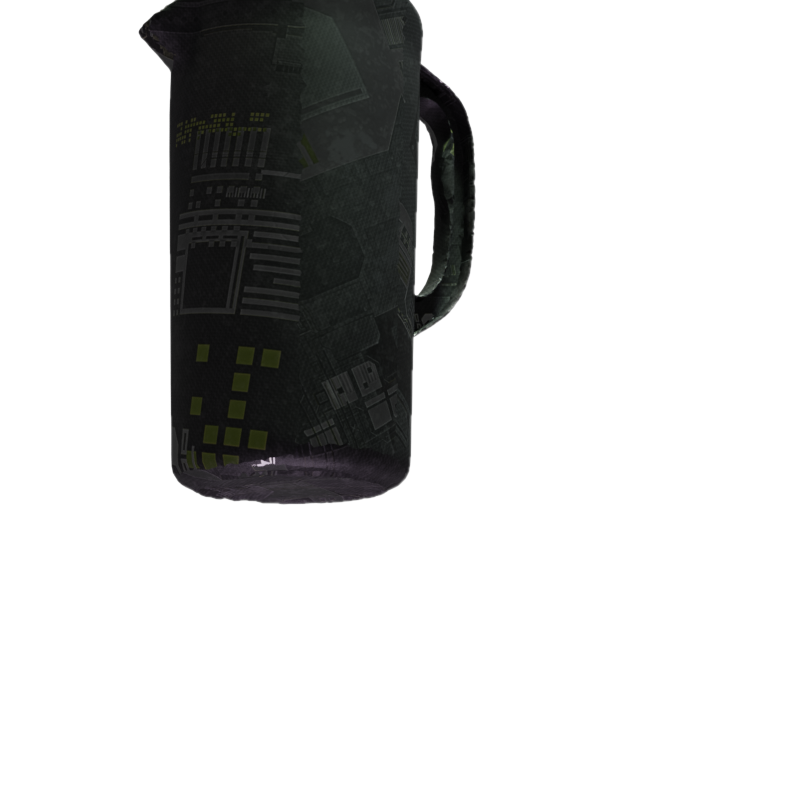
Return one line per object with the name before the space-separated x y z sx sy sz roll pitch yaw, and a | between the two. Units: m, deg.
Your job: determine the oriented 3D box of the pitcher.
pitcher | -0.043 -0.078 0.544 0.151 0.254 0.137 -5 -19 12
